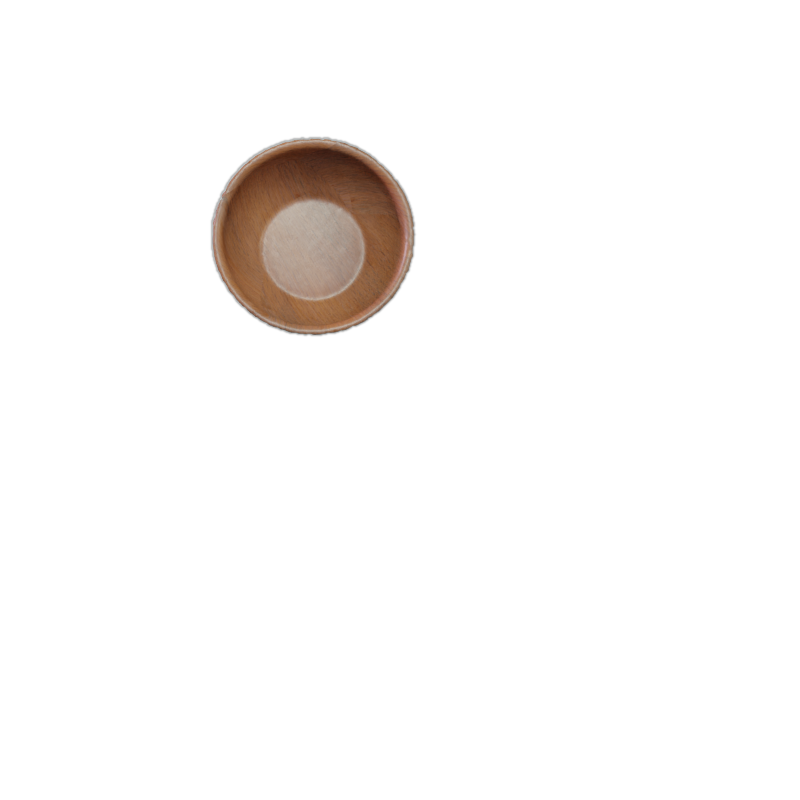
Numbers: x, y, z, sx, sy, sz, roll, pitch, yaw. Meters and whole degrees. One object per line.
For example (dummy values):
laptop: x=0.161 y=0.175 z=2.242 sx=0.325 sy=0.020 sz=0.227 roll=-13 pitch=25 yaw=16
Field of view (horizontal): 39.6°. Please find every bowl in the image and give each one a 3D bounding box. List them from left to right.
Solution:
bowl: x=-0.071 y=-0.129 z=0.906 sx=0.162 sy=0.167 sz=0.053 roll=0 pitch=-12 yaw=-1
